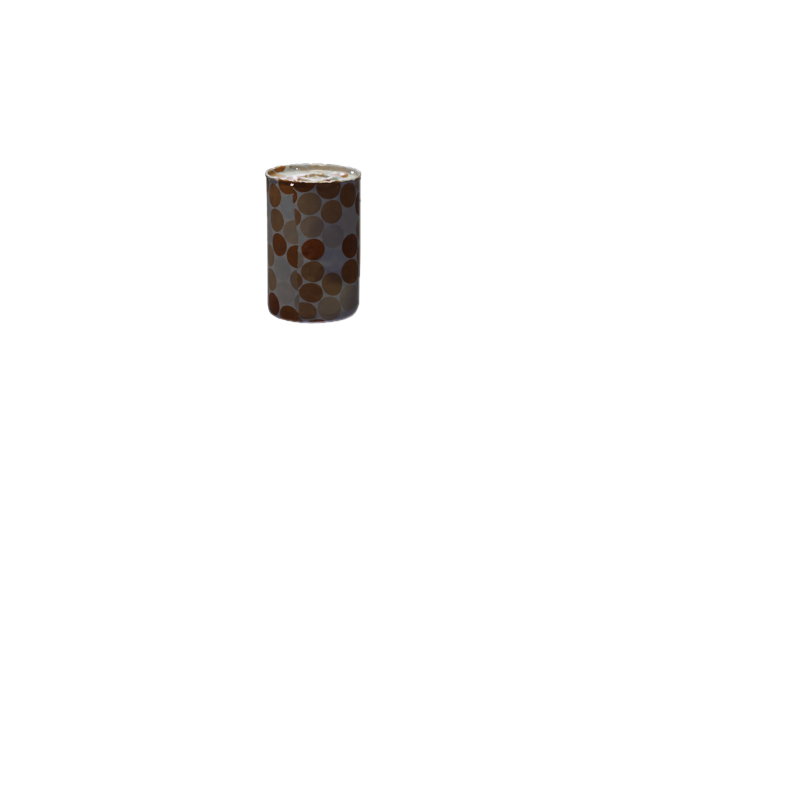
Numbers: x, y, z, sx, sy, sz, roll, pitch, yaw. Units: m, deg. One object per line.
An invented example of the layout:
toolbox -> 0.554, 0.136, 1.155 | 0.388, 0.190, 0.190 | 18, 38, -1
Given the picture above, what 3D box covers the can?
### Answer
can -> -0.062, -0.113, 0.792 | 0.068, 0.098, 0.071 | 0, 17, -2
